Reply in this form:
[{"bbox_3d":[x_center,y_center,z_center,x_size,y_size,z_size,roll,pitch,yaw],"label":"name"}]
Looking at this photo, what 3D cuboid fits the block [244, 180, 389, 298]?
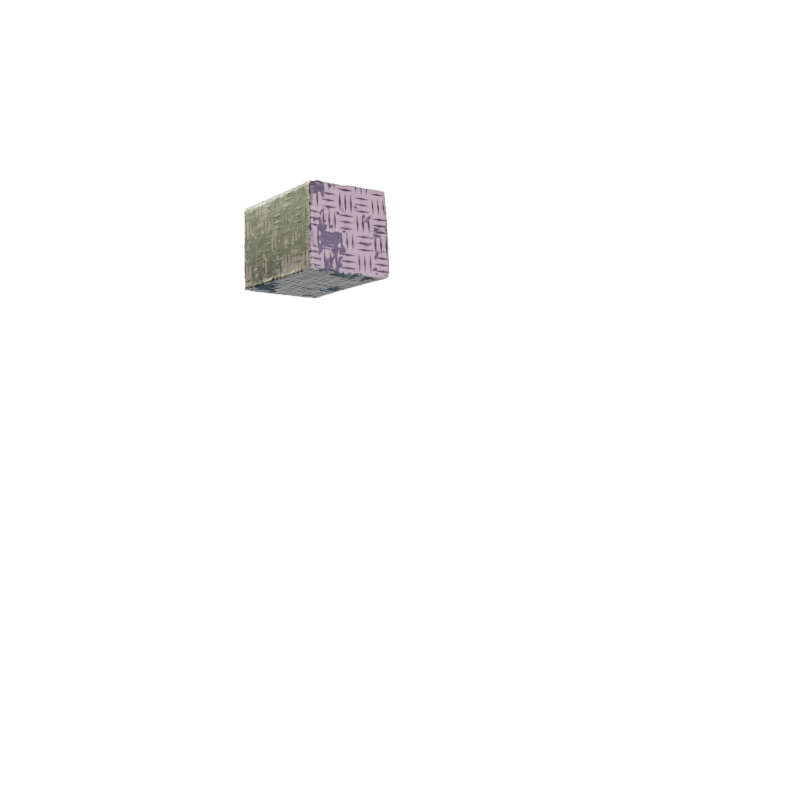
[{"bbox_3d":[-0.050,-0.092,0.642,0.050,0.053,0.079,6,-10,-36],"label":"block"}]
